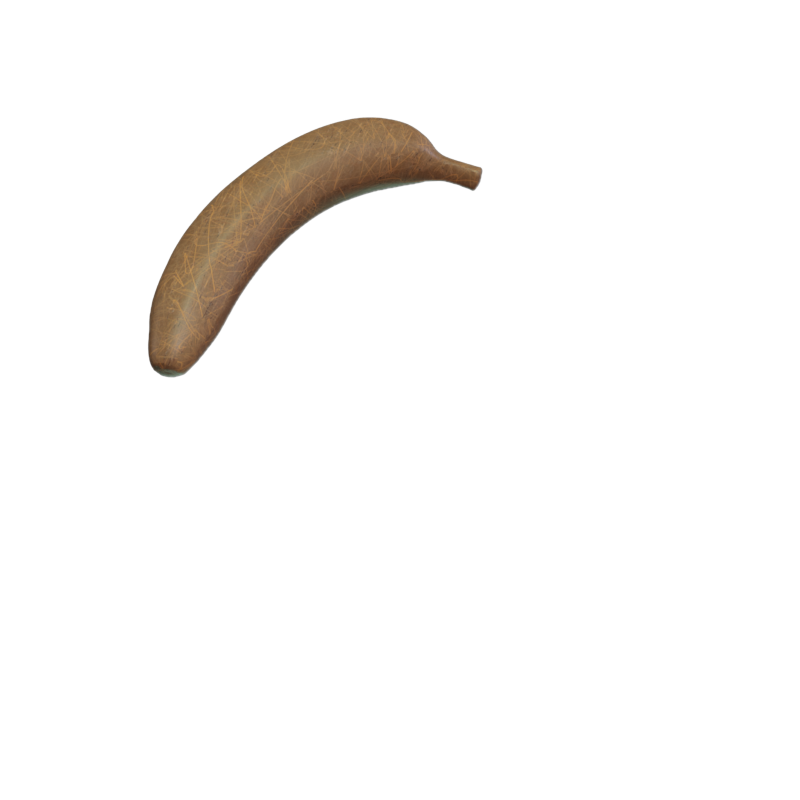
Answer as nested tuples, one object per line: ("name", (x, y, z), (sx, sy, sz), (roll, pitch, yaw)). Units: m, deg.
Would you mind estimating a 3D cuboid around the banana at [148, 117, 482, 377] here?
("banana", (-0.050, -0.086, 0.516), (0.199, 0.034, 0.074), (-37, 59, -27))
